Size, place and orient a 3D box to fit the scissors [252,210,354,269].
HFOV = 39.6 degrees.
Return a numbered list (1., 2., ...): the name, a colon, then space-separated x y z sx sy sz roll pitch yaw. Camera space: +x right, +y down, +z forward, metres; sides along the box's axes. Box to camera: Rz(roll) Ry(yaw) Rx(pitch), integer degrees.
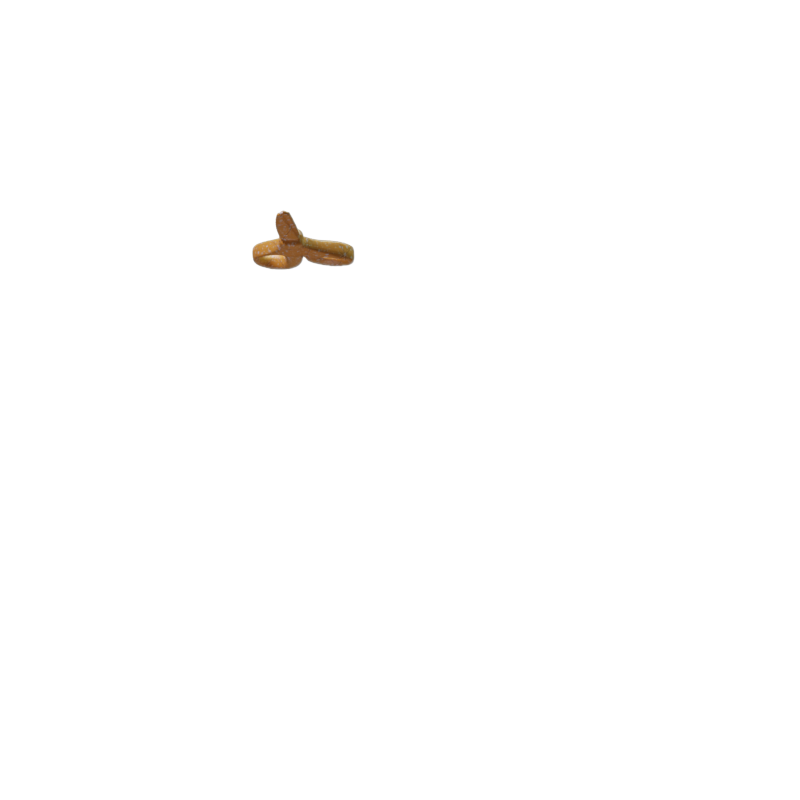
1. scissors: -0.070 -0.127 0.892 0.094 0.016 0.202 1 -3 -16
